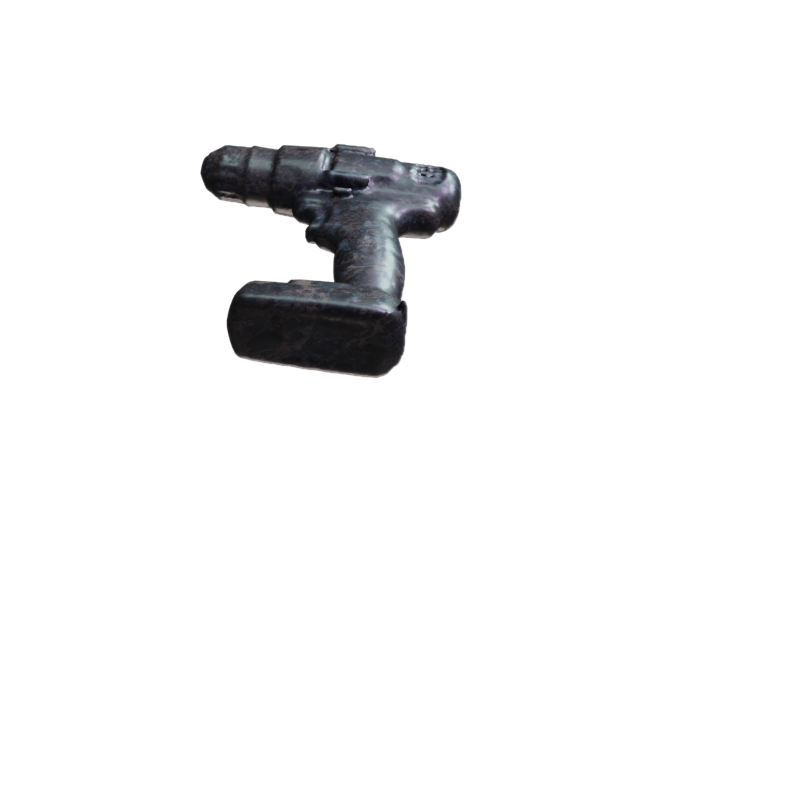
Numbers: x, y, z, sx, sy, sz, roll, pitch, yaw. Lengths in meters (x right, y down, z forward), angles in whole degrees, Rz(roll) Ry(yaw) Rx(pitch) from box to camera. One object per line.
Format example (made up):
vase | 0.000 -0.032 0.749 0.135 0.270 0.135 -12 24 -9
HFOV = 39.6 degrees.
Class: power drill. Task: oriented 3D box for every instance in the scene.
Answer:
power drill | -0.057 -0.104 0.725 0.186 0.053 0.199 6 43 6
